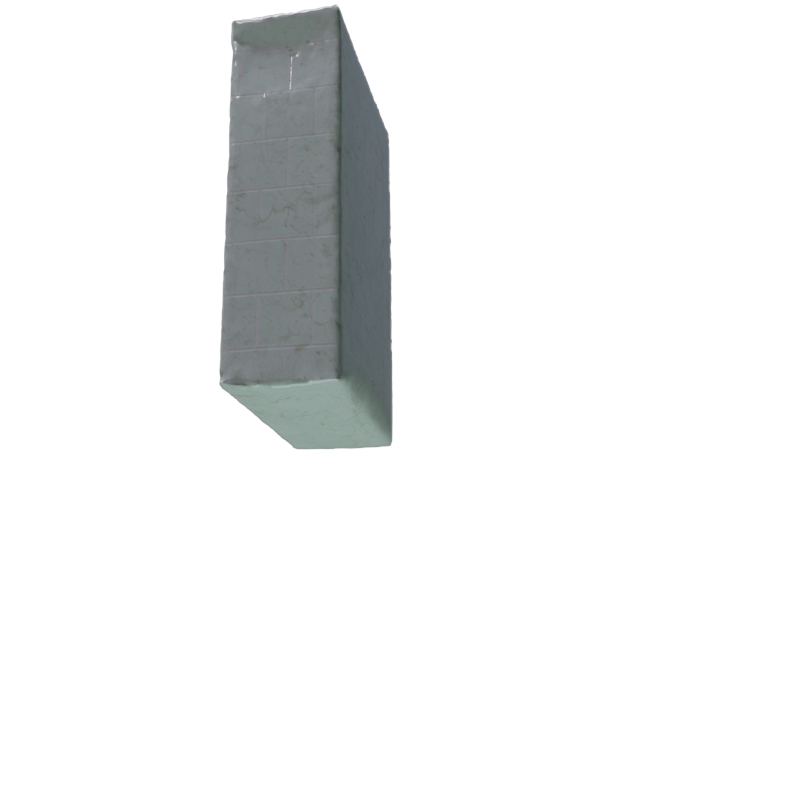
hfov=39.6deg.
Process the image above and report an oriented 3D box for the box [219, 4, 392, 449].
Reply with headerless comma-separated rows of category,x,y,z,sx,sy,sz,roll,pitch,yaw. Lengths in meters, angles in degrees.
box,-0.050,-0.092,0.644,0.073,0.224,0.155,-5,-18,9
